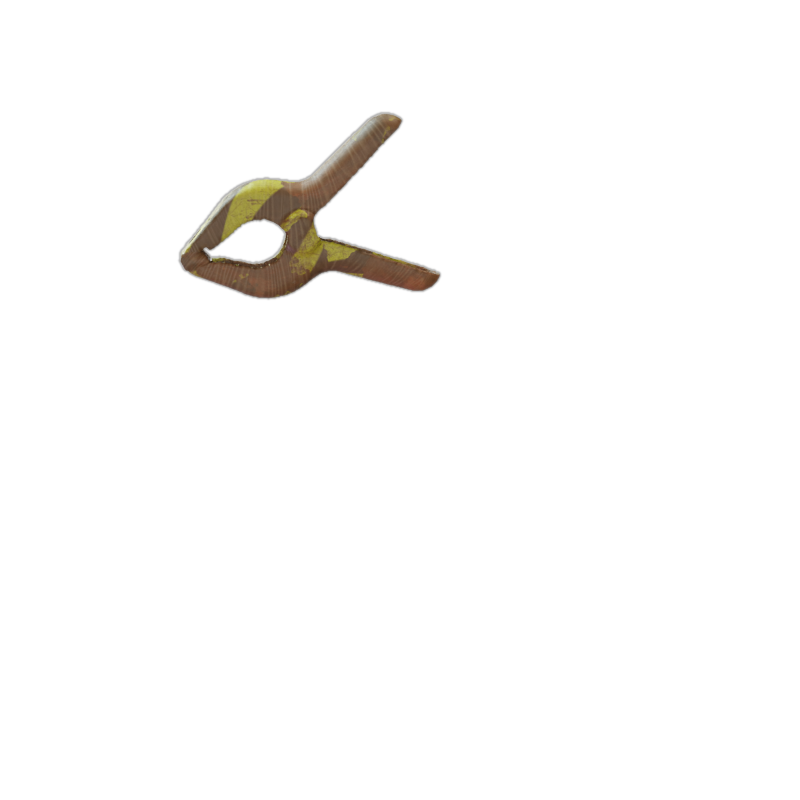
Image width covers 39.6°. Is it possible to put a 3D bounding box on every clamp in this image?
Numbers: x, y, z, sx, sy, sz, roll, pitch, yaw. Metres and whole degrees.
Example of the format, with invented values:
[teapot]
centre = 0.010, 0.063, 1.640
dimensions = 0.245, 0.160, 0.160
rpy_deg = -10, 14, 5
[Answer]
[clamp]
centre = -0.058, -0.105, 0.737
dimensions = 0.171, 0.119, 0.039
rpy_deg = -23, 2, 1
